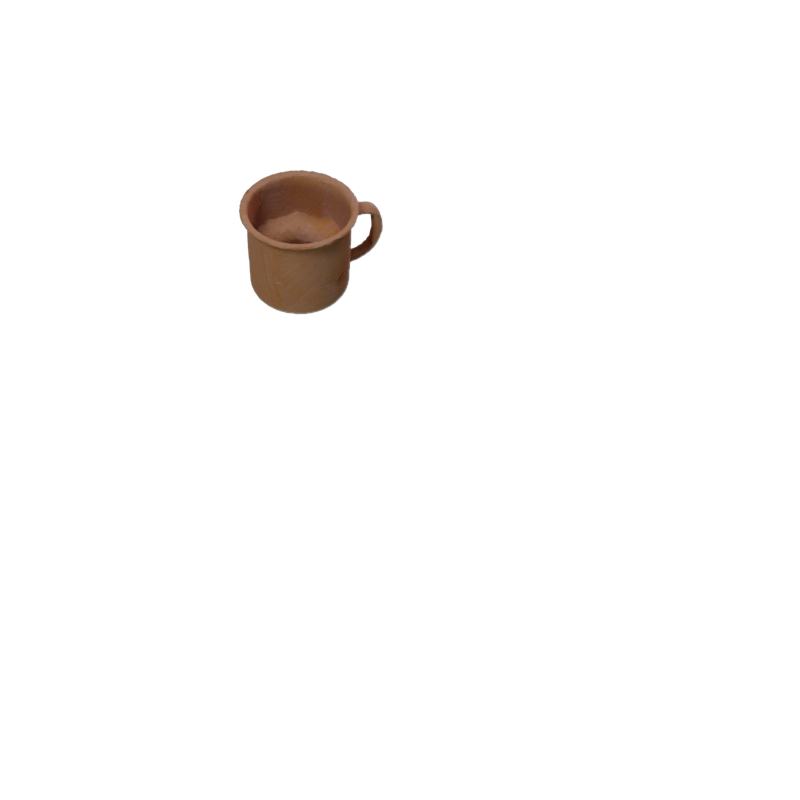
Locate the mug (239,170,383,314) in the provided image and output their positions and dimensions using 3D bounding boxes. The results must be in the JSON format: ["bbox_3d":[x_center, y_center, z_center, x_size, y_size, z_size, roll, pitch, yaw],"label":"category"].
[{"bbox_3d":[-0.069,-0.127,0.888,0.116,0.076,0.101,-17,49,-17],"label":"mug"}]
